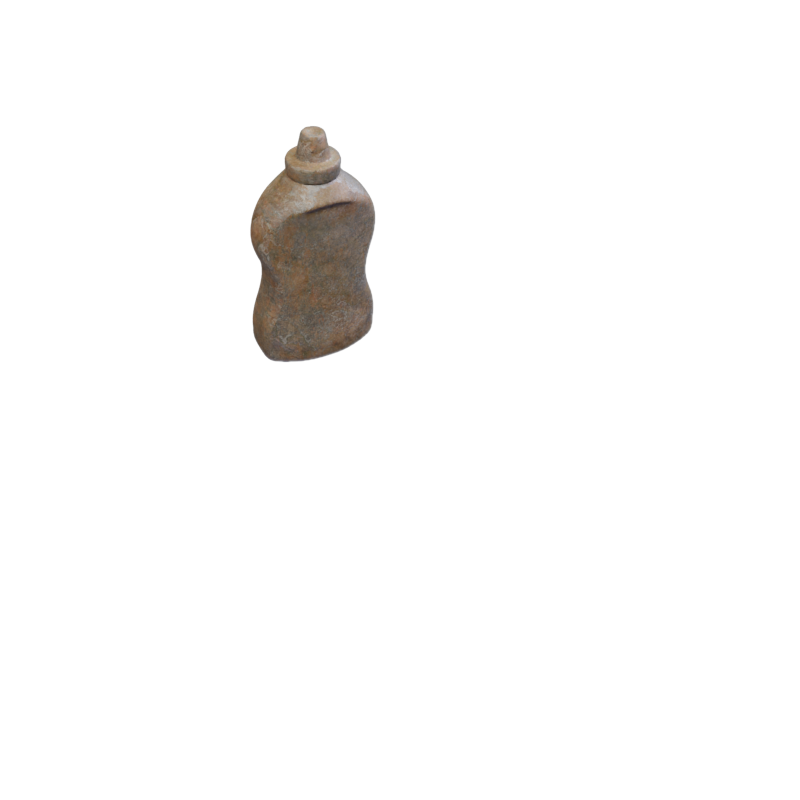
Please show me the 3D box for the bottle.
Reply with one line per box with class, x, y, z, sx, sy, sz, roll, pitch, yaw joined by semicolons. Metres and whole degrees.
bottle;-0.066;-0.121;0.845;0.095;0.179;0.063;-14;42;-20
